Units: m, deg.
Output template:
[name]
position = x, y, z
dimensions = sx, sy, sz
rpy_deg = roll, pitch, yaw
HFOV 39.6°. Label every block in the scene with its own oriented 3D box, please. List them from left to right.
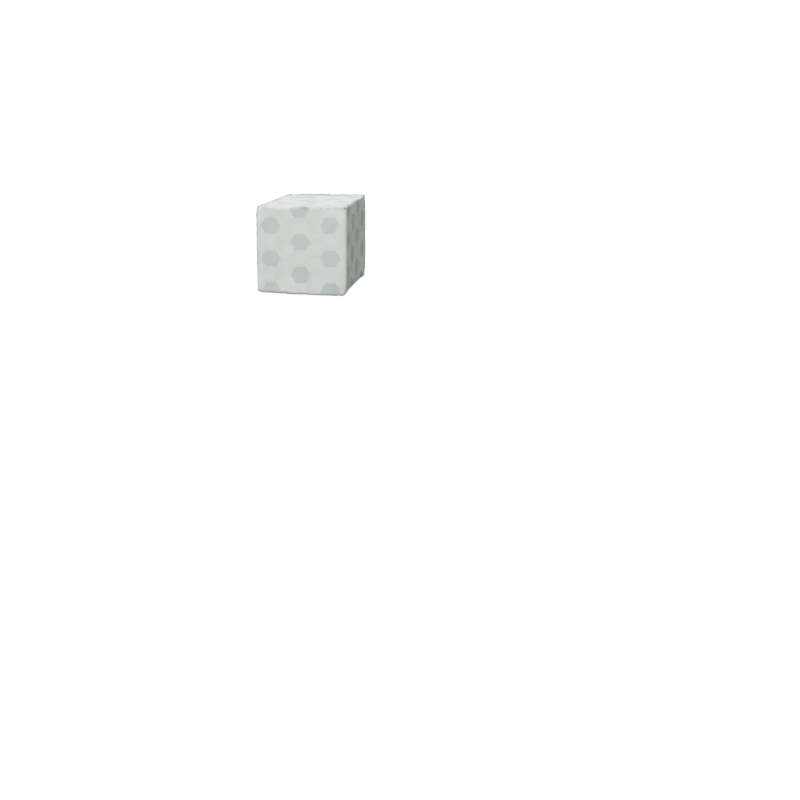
[block]
position = -0.052, -0.094, 0.661
dimensions = 0.053, 0.050, 0.079
rpy_deg = 2, 13, 7
